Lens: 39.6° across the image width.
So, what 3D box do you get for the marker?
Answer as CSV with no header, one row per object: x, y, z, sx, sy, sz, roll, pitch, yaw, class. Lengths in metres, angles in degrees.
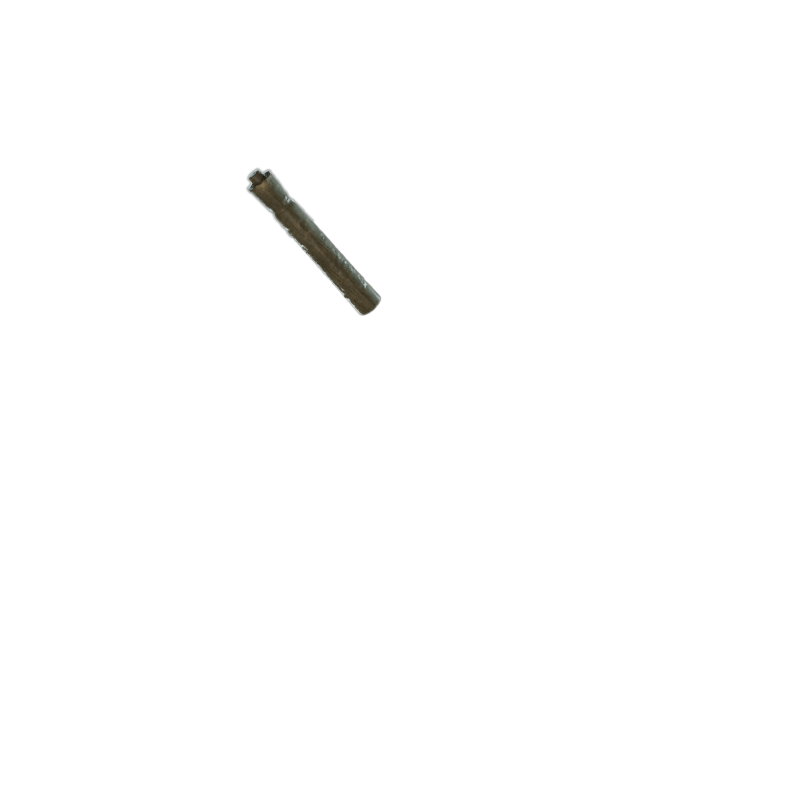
-0.056,-0.103,0.722,0.020,0.115,0.021,-37,19,15,marker
